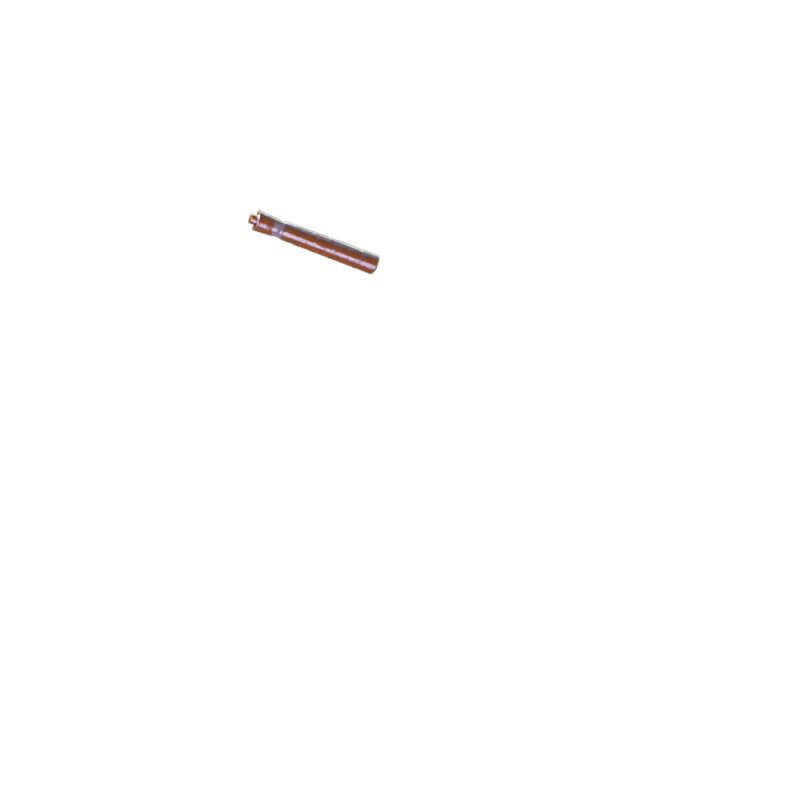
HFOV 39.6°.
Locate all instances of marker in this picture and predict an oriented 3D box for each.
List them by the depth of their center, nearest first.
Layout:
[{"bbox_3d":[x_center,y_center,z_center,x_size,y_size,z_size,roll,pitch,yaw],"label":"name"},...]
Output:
[{"bbox_3d":[-0.076,-0.139,0.970,0.117,0.020,0.020,19,-2,-14],"label":"marker"}]
